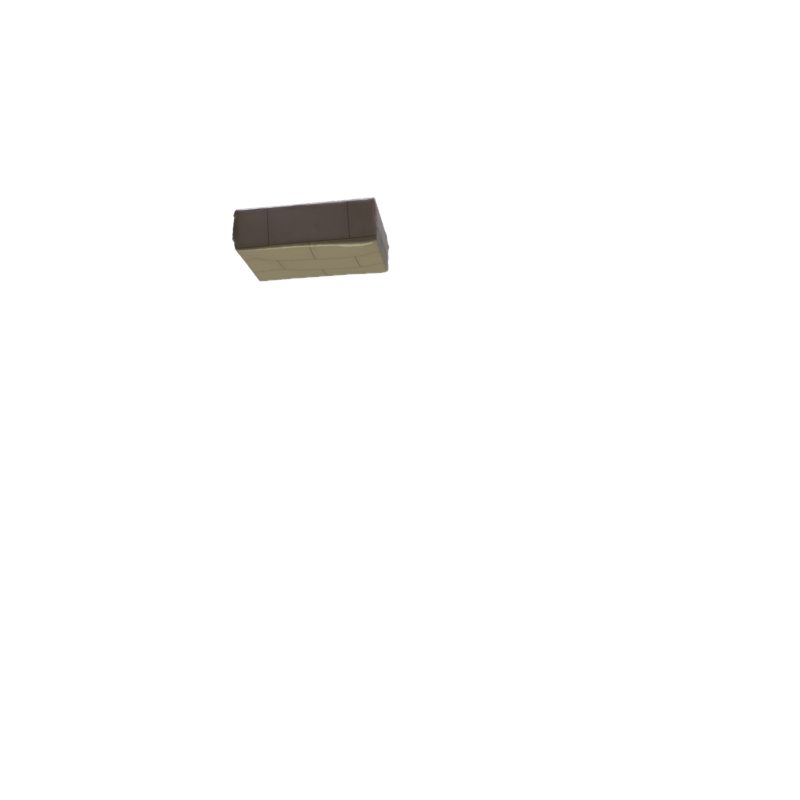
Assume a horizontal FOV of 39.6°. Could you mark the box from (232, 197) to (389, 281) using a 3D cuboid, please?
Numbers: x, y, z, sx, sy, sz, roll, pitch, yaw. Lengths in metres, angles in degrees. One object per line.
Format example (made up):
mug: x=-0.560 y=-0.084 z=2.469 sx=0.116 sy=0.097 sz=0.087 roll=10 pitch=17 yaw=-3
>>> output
box: x=-0.069 y=-0.126 z=0.884 sx=0.115 sy=0.040 sz=0.086 roll=-1 pitch=-11 yaw=7
